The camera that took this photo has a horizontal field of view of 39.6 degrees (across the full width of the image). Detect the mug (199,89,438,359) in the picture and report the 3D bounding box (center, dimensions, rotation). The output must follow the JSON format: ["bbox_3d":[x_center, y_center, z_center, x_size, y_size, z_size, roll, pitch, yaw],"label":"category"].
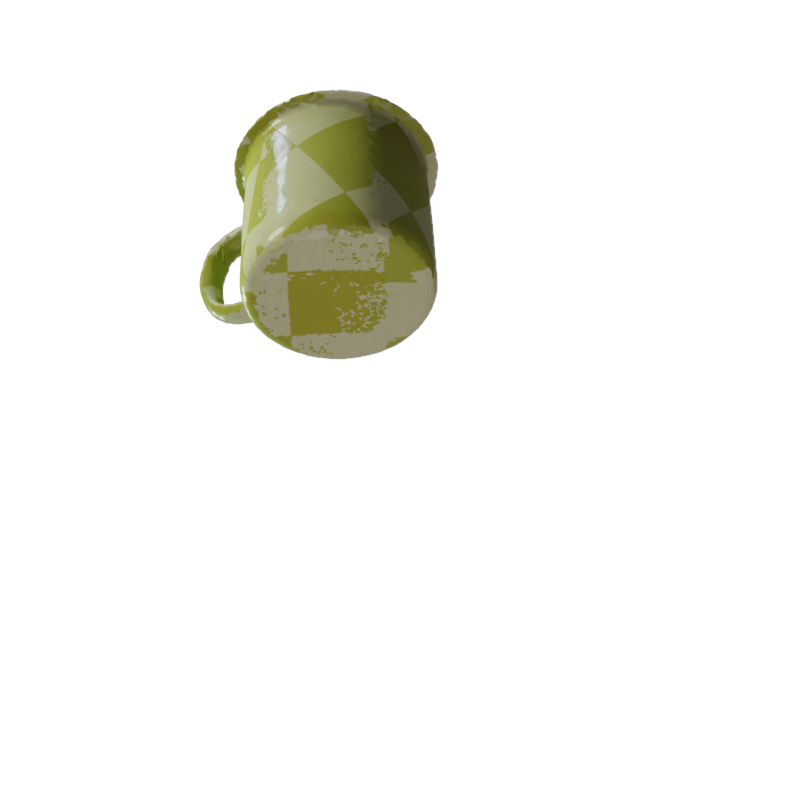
[{"bbox_3d":[-0.038,-0.069,0.482,0.118,0.087,0.086,-20,-46,19],"label":"mug"}]
